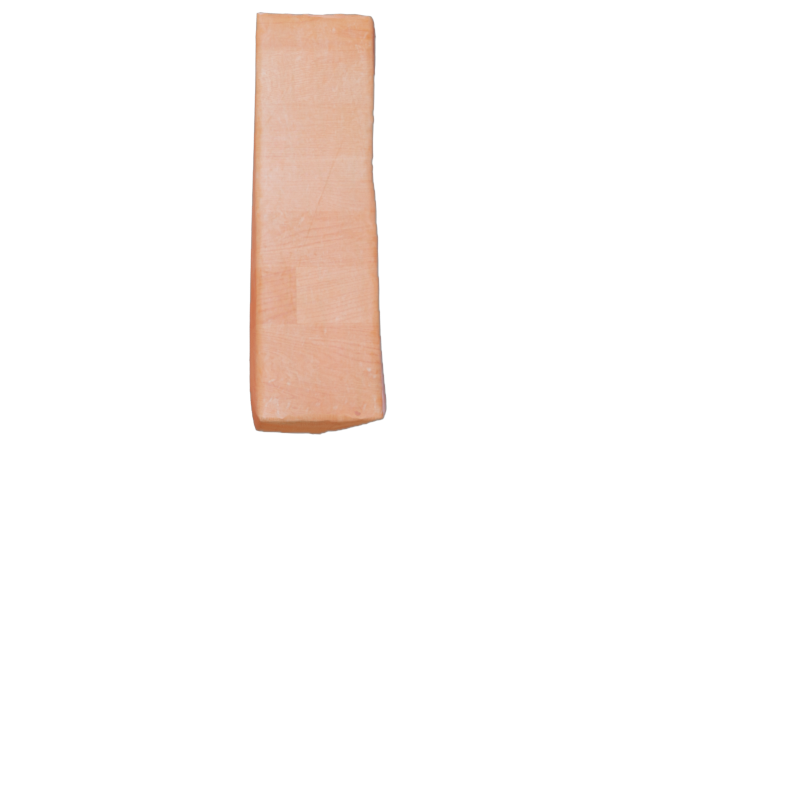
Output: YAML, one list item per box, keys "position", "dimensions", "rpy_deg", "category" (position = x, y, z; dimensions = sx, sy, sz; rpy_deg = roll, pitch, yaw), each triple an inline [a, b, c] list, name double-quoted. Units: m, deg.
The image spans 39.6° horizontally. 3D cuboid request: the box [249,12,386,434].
- position: [-0.050, -0.091, 0.636]
  dimensions: [0.071, 0.219, 0.161]
  rpy_deg: [0, -9, -7]
  category: "box"
